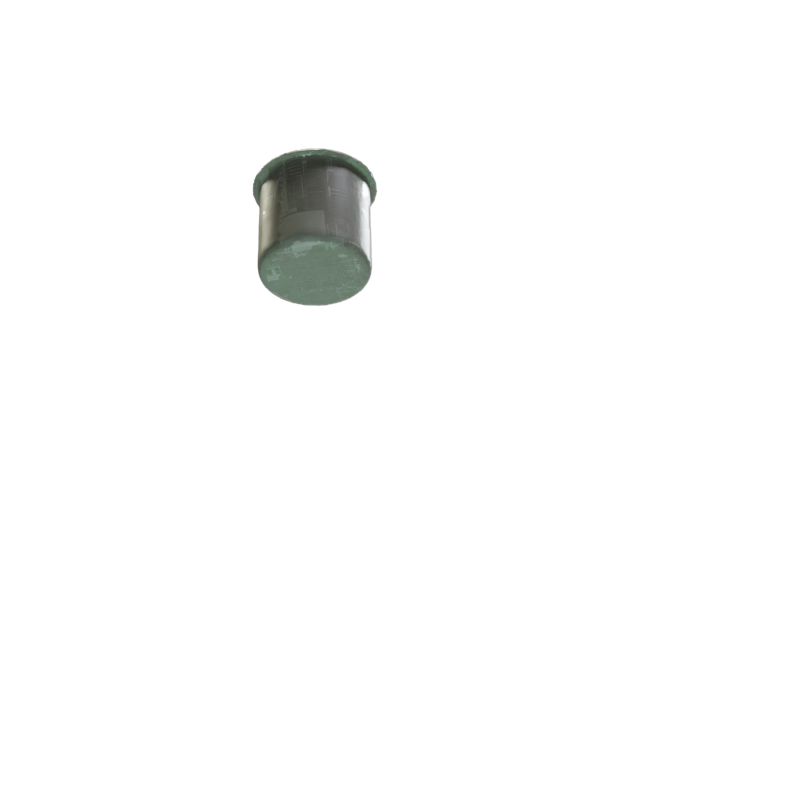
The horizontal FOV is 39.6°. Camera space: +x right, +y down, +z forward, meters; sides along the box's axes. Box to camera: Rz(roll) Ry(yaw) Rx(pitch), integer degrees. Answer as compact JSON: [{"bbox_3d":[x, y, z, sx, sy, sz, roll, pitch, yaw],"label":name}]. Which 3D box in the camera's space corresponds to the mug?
[{"bbox_3d":[-0.064,-0.117,0.816,0.092,0.087,0.110,3,-34,-7],"label":"mug"}]
